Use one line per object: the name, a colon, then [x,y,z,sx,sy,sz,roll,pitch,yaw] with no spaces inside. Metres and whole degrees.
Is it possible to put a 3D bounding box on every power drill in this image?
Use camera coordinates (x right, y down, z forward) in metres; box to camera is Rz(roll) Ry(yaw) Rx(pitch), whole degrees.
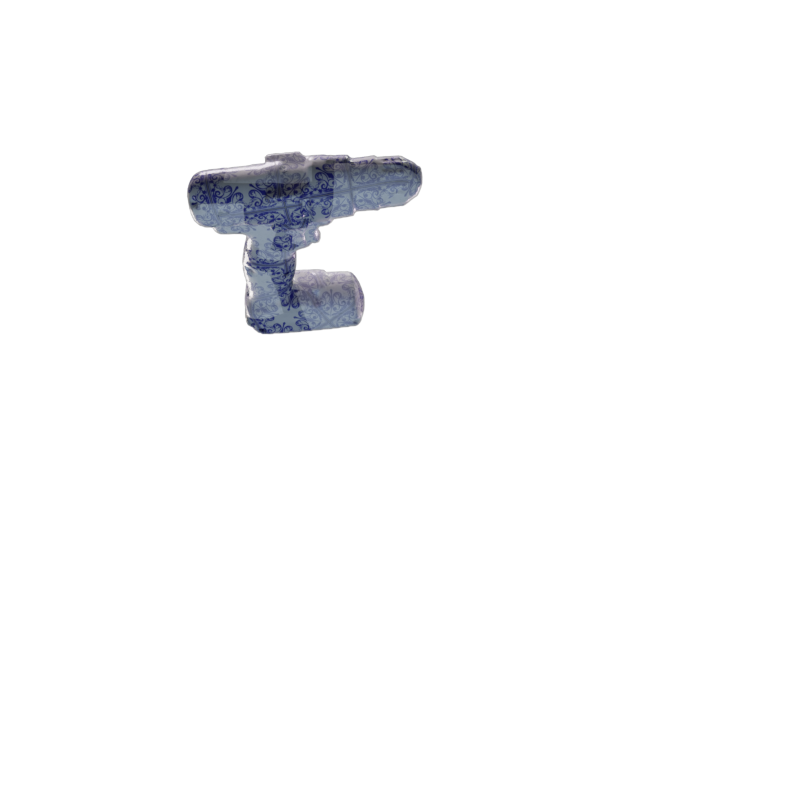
power drill: [-0.072,-0.132,0.923,0.185,0.061,0.174,-2,-35,3]
